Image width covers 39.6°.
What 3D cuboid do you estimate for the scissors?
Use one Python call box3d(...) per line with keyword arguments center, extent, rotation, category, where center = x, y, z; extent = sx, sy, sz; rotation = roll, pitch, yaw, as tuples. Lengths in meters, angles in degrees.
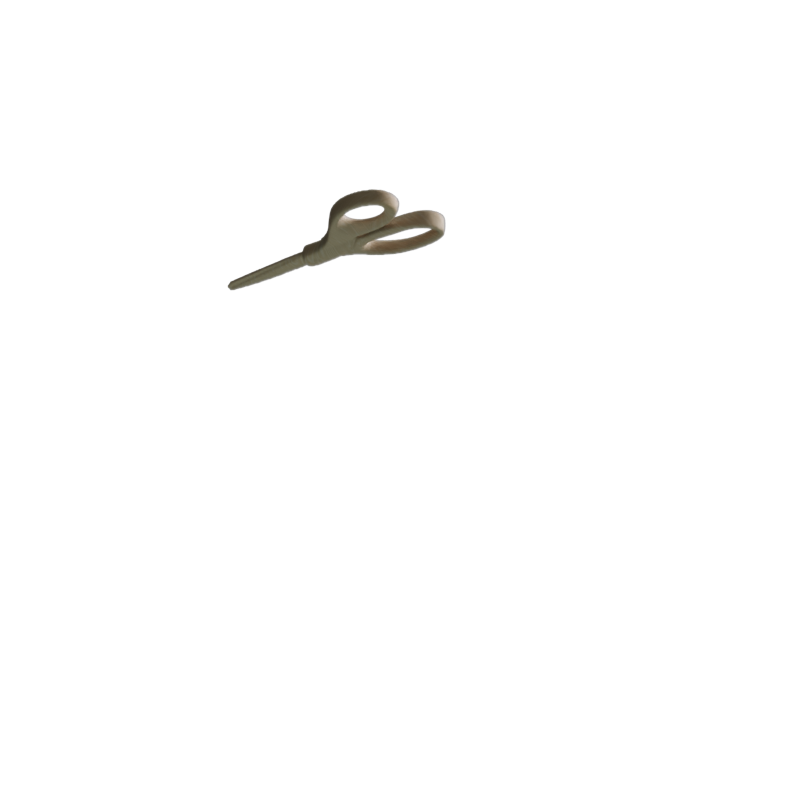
box3d(center=(-0.066, -0.121, 0.848), extent=(0.205, 0.017, 0.090), rotation=(-9, -22, 22), category="scissors")
